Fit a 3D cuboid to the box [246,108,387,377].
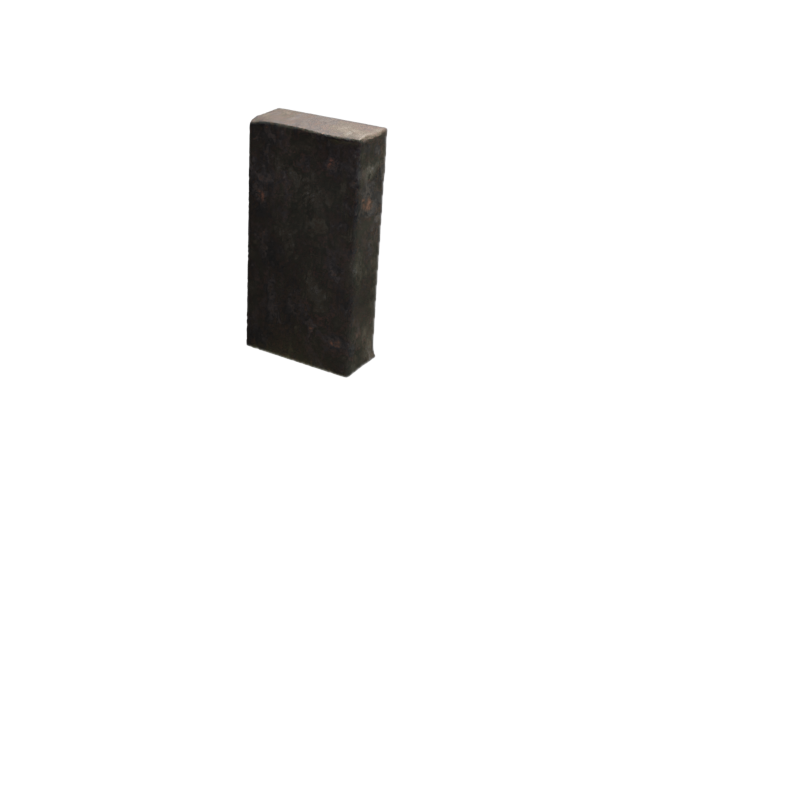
[{"bbox_3d":[-0.062,-0.113,0.790,0.098,0.167,0.048,16,27,28],"label":"box"}]
